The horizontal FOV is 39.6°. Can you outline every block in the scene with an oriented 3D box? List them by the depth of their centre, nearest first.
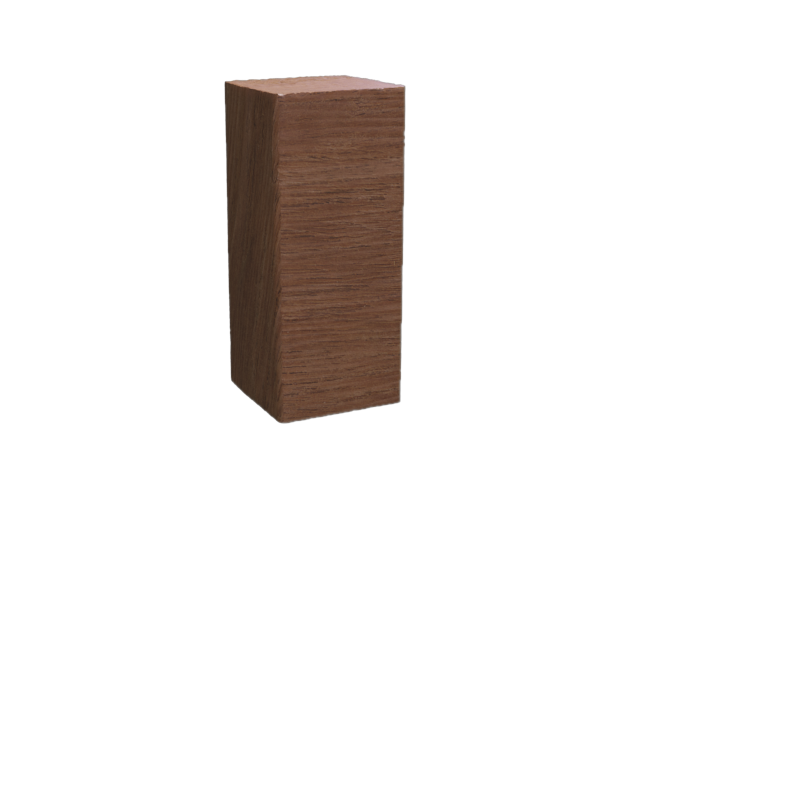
[{"bbox_3d":[-0.056,-0.103,0.720,0.088,0.199,0.096,-7,17,-26],"label":"block"}]
